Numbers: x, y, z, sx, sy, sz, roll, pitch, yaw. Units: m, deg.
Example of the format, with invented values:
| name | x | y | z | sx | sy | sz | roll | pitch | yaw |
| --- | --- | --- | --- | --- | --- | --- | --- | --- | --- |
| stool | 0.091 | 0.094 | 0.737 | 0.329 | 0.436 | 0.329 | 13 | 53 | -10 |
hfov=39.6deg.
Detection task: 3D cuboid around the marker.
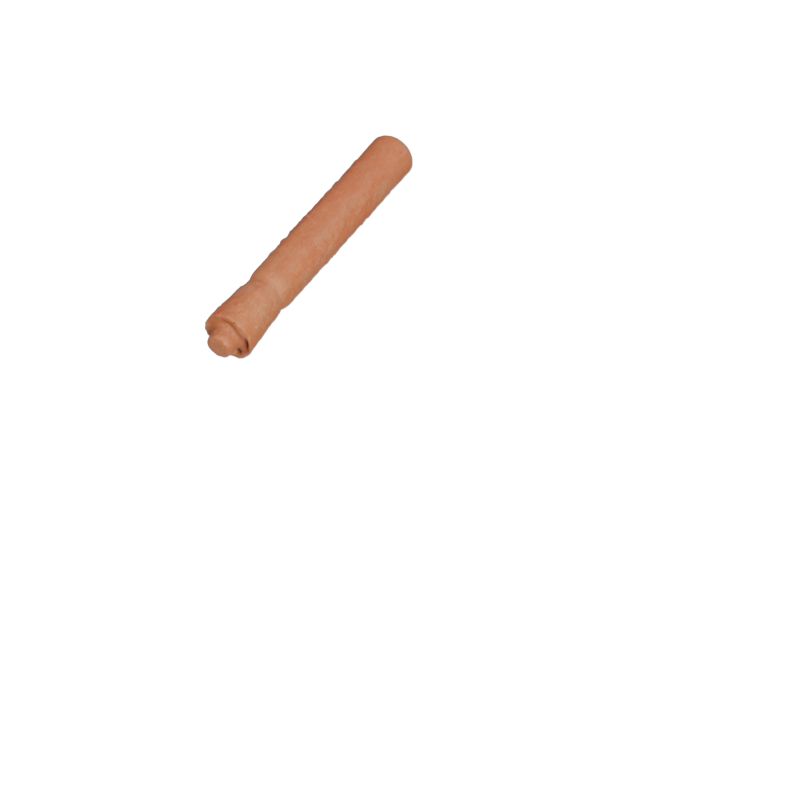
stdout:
| name | x | y | z | sx | sy | sz | roll | pitch | yaw |
| --- | --- | --- | --- | --- | --- | --- | --- | --- | --- |
| marker | -0.032 | -0.058 | 0.403 | 0.020 | 0.018 | 0.125 | 2 | 41 | 36 |
